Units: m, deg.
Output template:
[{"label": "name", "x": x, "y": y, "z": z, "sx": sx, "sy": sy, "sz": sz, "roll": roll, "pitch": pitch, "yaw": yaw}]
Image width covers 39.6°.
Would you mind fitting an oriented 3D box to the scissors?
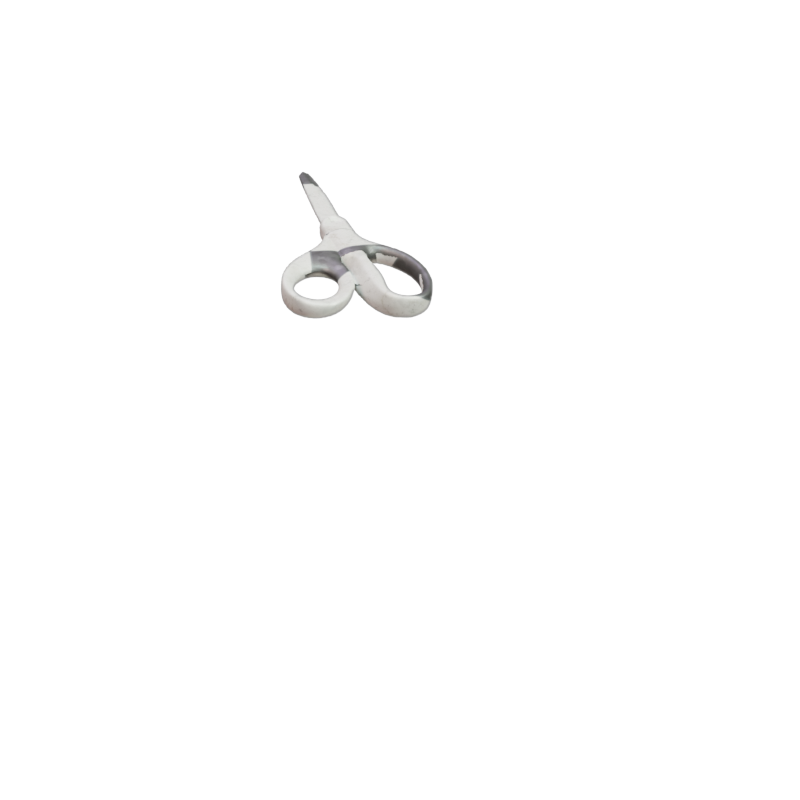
[{"label": "scissors", "x": -0.055, "y": -0.100, "z": 0.701, "sx": 0.095, "sy": 0.015, "sz": 0.217, "roll": -17, "pitch": 36, "yaw": -25}]
